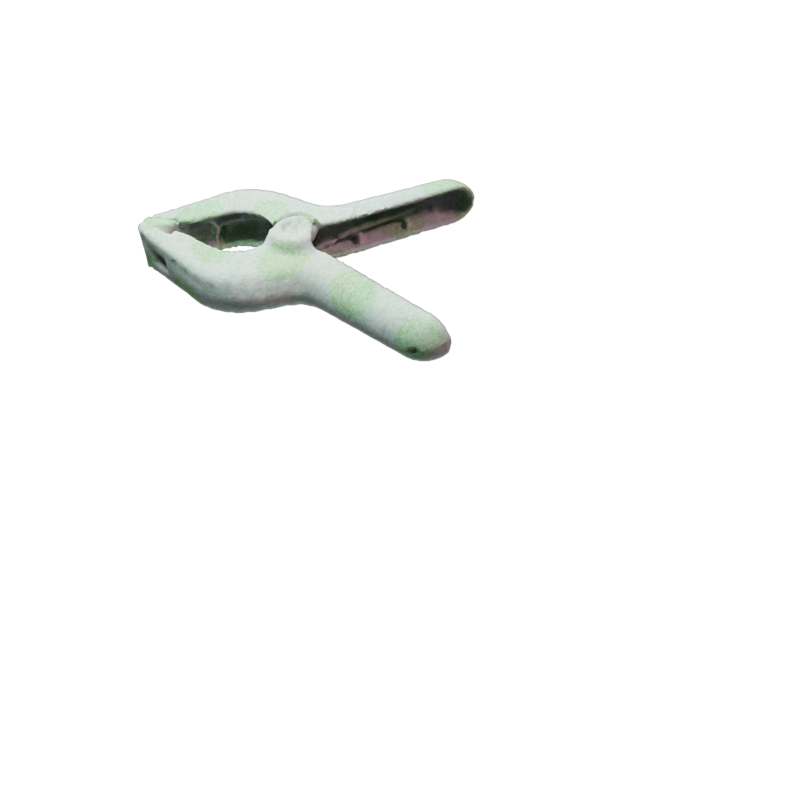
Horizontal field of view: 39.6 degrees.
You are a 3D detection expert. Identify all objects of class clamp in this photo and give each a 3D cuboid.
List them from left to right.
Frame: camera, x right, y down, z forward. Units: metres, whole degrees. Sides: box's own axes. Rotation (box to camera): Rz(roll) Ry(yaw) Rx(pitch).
[{"bbox_3d":[-0.044,-0.081,0.564,0.176,0.037,0.125,13,42,15],"label":"clamp"}]
